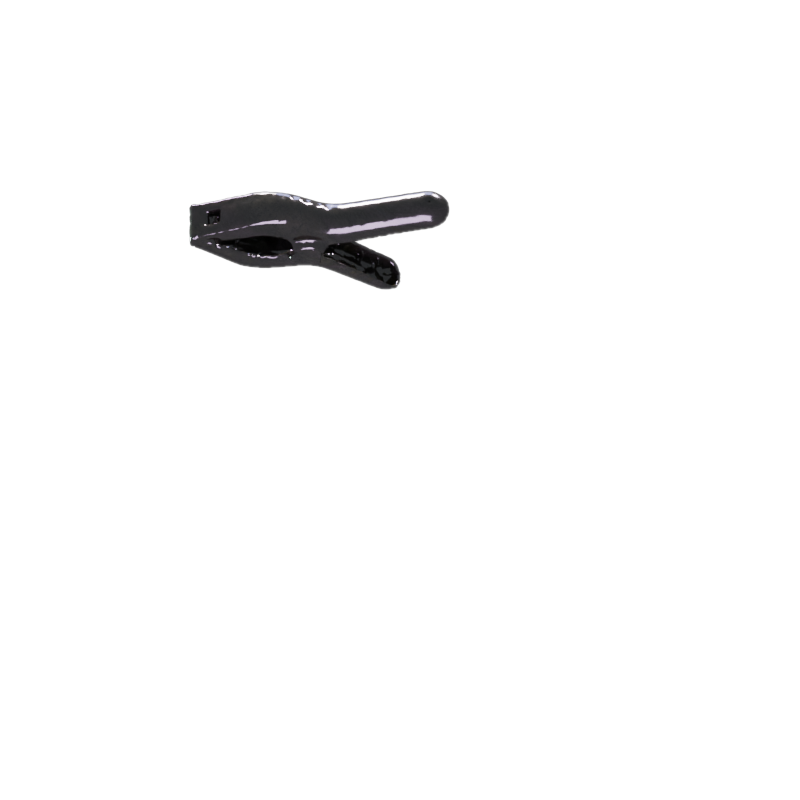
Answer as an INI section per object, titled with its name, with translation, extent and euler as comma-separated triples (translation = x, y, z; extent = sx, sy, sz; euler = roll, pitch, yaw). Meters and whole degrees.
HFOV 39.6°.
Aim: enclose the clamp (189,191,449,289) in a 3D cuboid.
[clamp]
translation = -0.060, -0.110, 0.770
extent = 0.170, 0.042, 0.114
euler = 3, -28, -5
